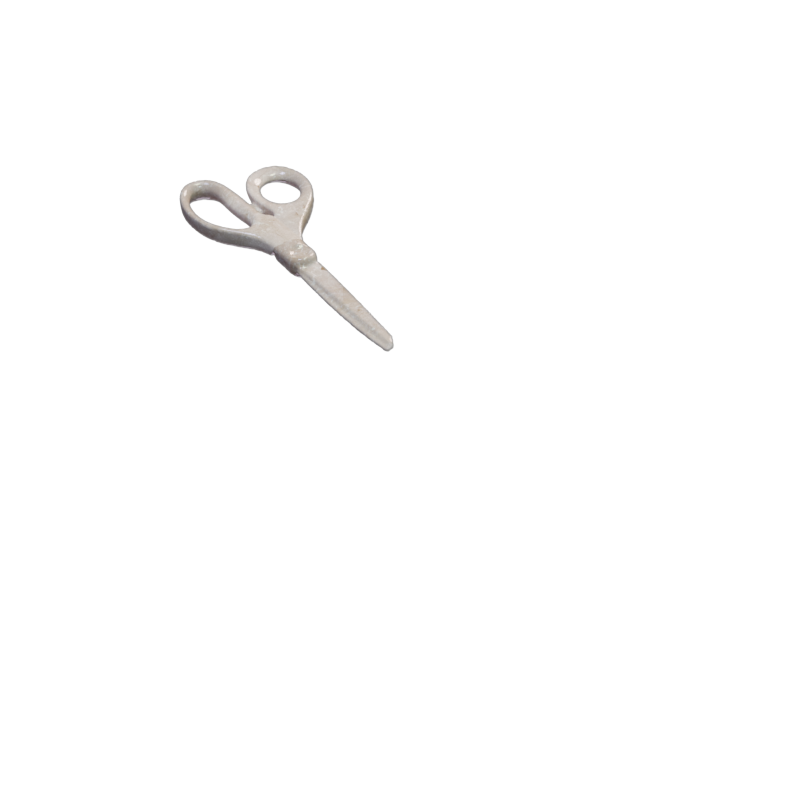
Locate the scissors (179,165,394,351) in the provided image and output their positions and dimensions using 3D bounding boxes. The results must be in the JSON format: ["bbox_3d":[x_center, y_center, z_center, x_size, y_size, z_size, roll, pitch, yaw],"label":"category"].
[{"bbox_3d":[-0.055,-0.099,0.697,0.214,0.015,0.097,31,50,30],"label":"scissors"}]
